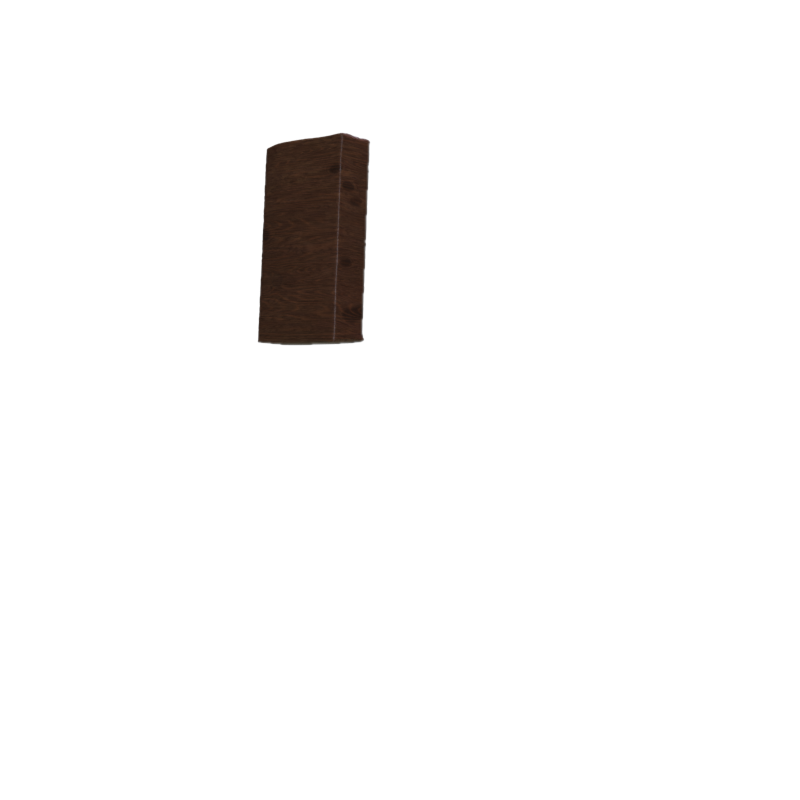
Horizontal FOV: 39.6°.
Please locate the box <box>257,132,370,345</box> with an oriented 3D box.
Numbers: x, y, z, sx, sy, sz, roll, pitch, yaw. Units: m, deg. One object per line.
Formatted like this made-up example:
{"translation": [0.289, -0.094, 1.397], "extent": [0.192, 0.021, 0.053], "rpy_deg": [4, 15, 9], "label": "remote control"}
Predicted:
{"translation": [-0.075, -0.136, 0.955], "extent": [0.096, 0.179, 0.046], "rpy_deg": [-4, -7, 40], "label": "box"}
